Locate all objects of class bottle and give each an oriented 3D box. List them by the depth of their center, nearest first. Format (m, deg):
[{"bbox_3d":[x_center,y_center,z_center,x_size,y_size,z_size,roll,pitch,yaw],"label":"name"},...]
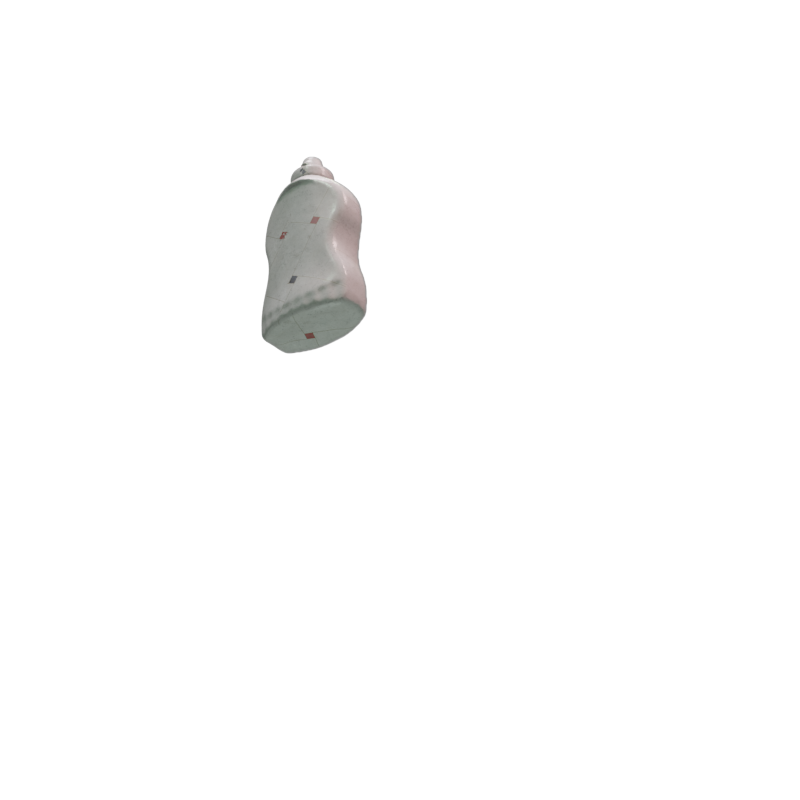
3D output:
[{"bbox_3d":[-0.078,-0.142,0.990,0.096,0.205,0.054,-27,-42,30],"label":"bottle"}]
